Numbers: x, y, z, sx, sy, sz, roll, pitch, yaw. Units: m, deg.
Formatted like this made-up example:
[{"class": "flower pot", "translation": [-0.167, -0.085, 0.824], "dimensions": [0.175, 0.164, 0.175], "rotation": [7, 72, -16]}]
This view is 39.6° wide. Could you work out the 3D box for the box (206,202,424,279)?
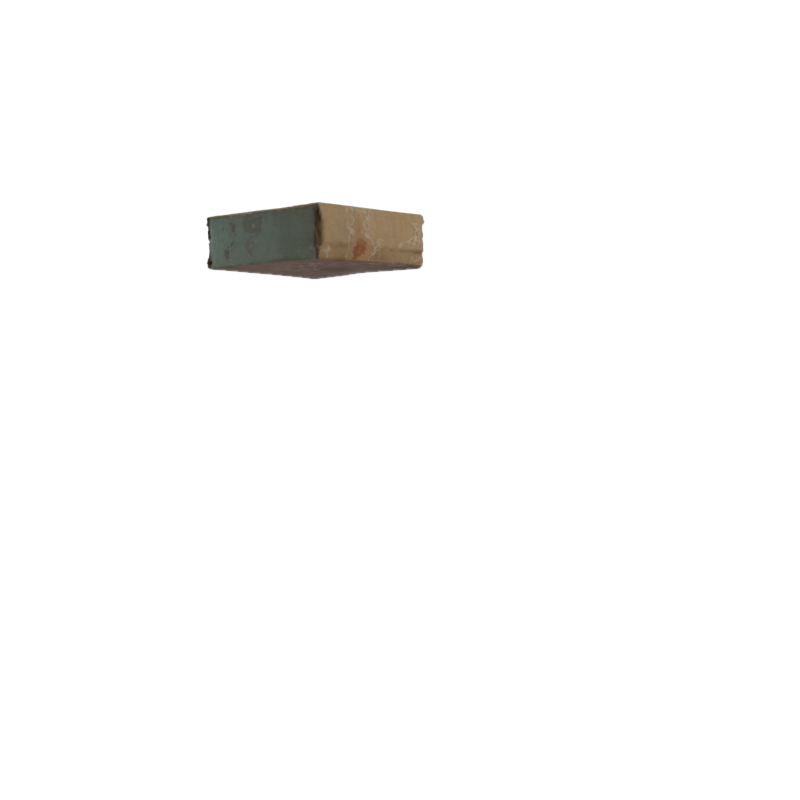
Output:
[{"class": "box", "translation": [-0.055, -0.100, 0.703], "dimensions": [0.086, 0.039, 0.117], "rotation": [1, -1, -44]}]
